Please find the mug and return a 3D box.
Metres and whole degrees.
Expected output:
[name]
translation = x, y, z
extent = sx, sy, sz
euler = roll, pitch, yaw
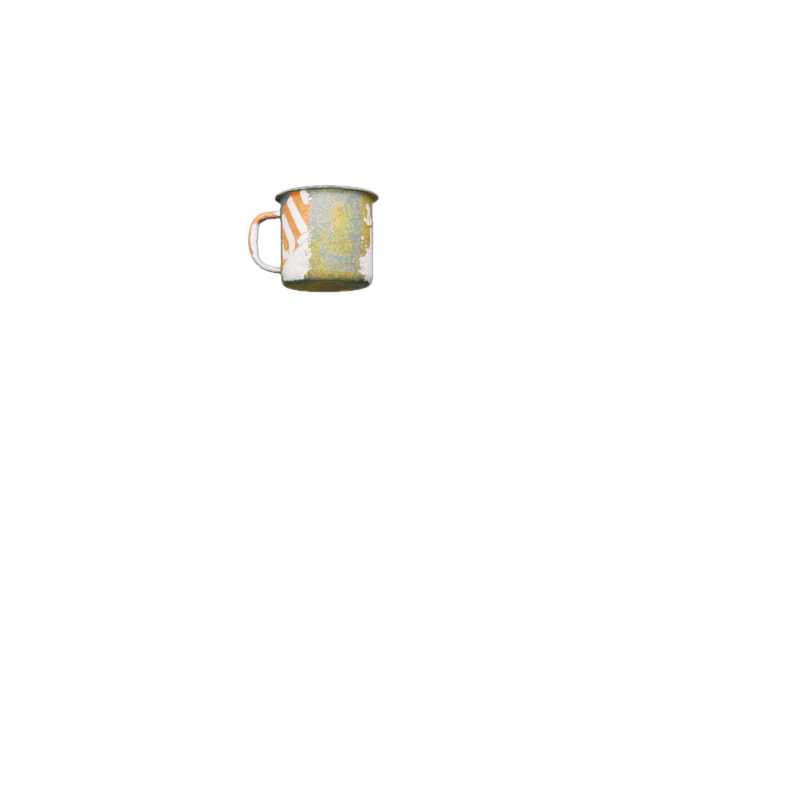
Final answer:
[mug]
translation = -0.077, -0.140, 0.983
extent = 0.117, 0.083, 0.091
euler = 0, -6, 2
